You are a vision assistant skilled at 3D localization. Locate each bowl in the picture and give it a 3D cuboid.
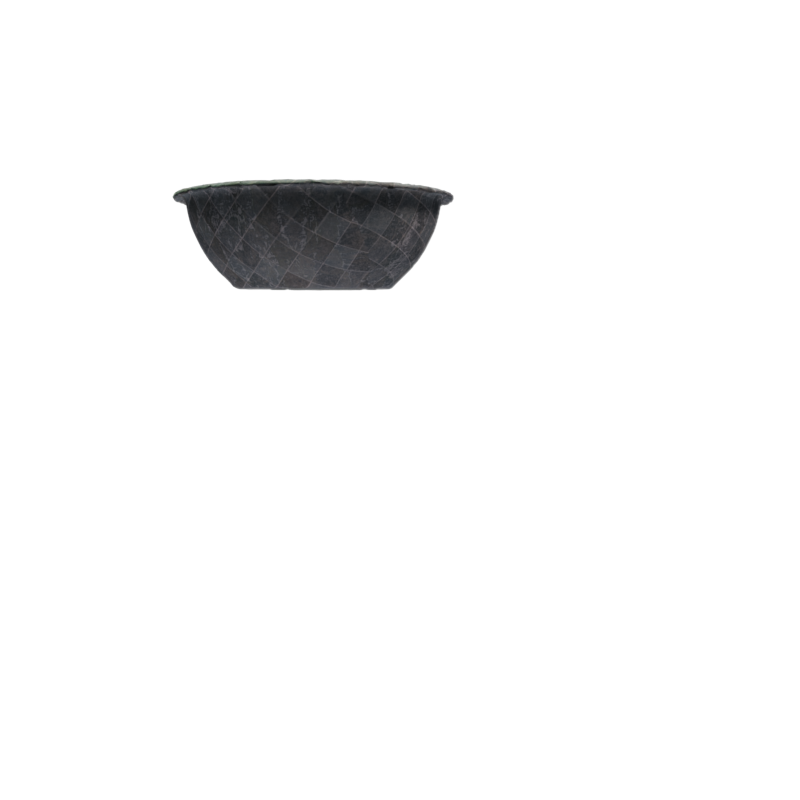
[{"bbox_3d":[-0.050,-0.092,0.641,0.162,0.055,0.163,0,4,-2],"label":"bowl"}]
